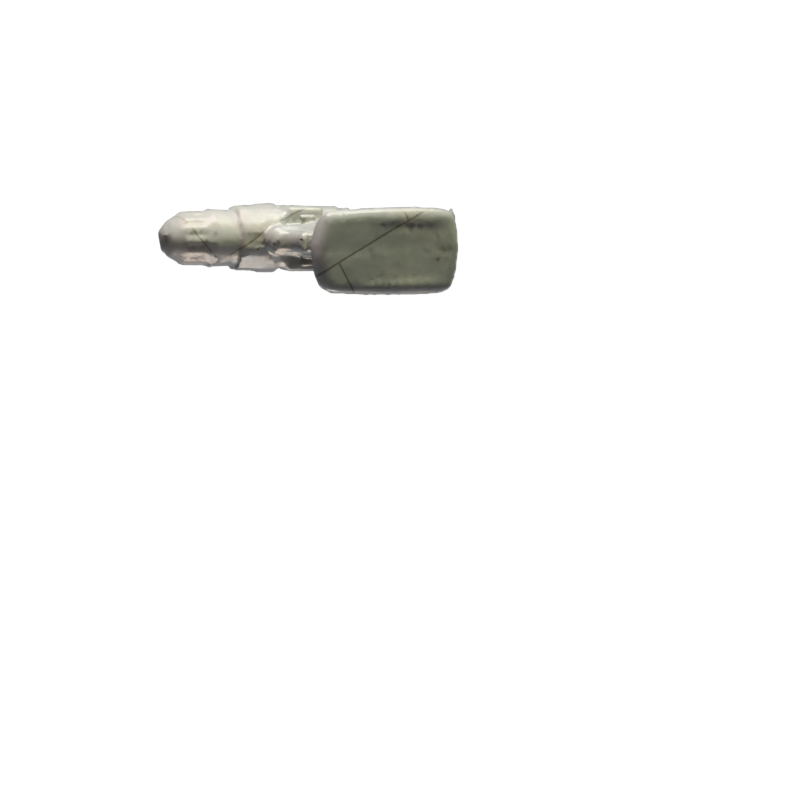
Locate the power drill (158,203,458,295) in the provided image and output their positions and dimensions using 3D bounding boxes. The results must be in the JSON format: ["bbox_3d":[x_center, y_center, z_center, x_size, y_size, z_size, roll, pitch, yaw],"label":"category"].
[{"bbox_3d":[-0.061,-0.112,0.783,0.180,0.056,0.197,-6,14,-25],"label":"power drill"}]
